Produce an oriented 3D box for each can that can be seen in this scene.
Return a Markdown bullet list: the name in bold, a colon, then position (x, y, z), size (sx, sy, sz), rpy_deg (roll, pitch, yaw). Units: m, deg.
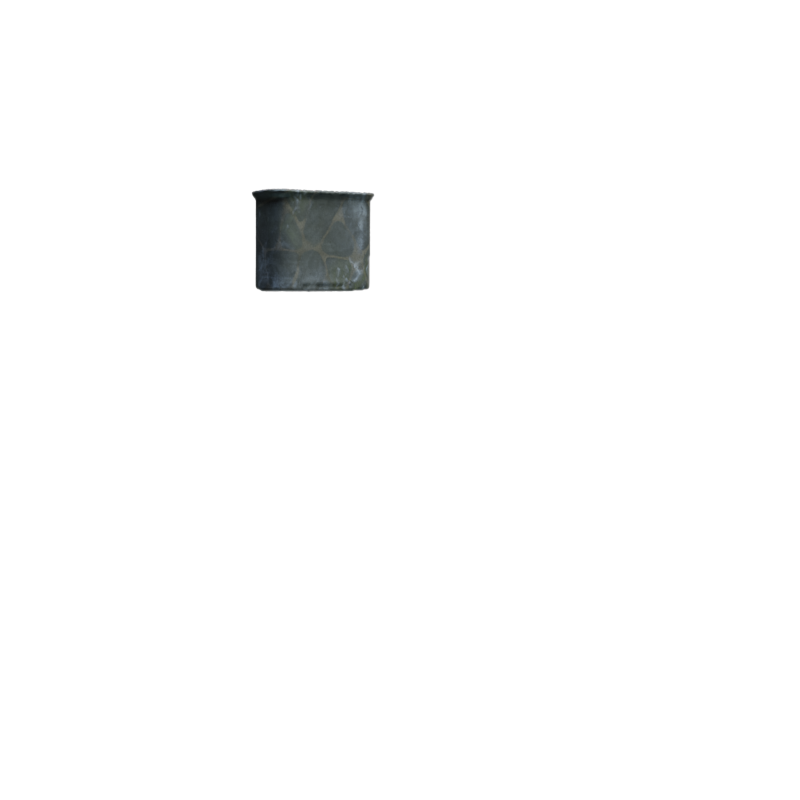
- **can**: position (-0.073, -0.134, 0.936), size (0.099, 0.084, 0.059), rpy_deg (-2, 2, -30)
